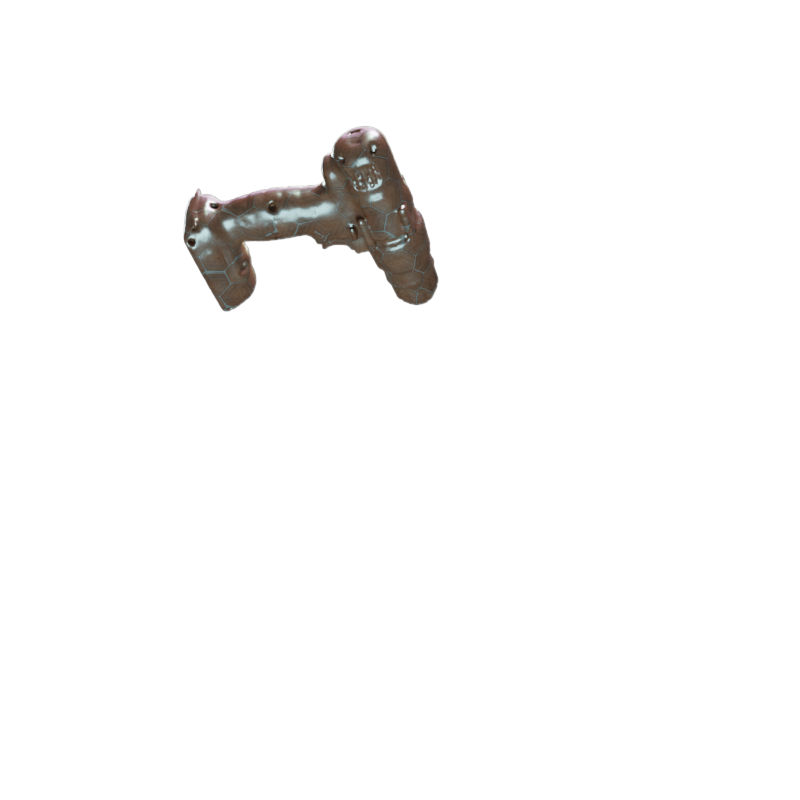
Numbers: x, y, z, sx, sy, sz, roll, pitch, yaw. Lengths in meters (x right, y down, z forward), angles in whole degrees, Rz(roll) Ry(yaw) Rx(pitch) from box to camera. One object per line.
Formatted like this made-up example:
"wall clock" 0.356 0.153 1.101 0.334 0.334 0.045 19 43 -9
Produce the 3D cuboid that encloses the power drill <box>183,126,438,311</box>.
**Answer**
"power drill" -0.073 -0.132 0.927 0.189 0.170 0.062 -14 42 12
